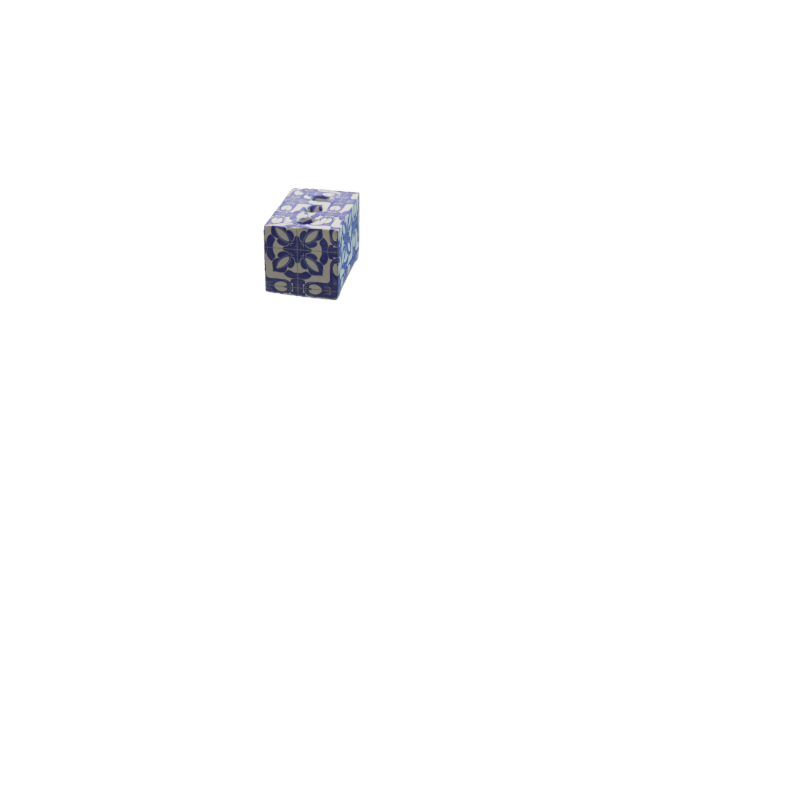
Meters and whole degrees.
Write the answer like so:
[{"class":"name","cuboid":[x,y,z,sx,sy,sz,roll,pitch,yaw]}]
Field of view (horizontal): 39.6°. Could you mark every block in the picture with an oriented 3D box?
[{"class":"block","cuboid":[-0.061,-0.111,0.778,0.053,0.048,0.081,5,28,8]}]
